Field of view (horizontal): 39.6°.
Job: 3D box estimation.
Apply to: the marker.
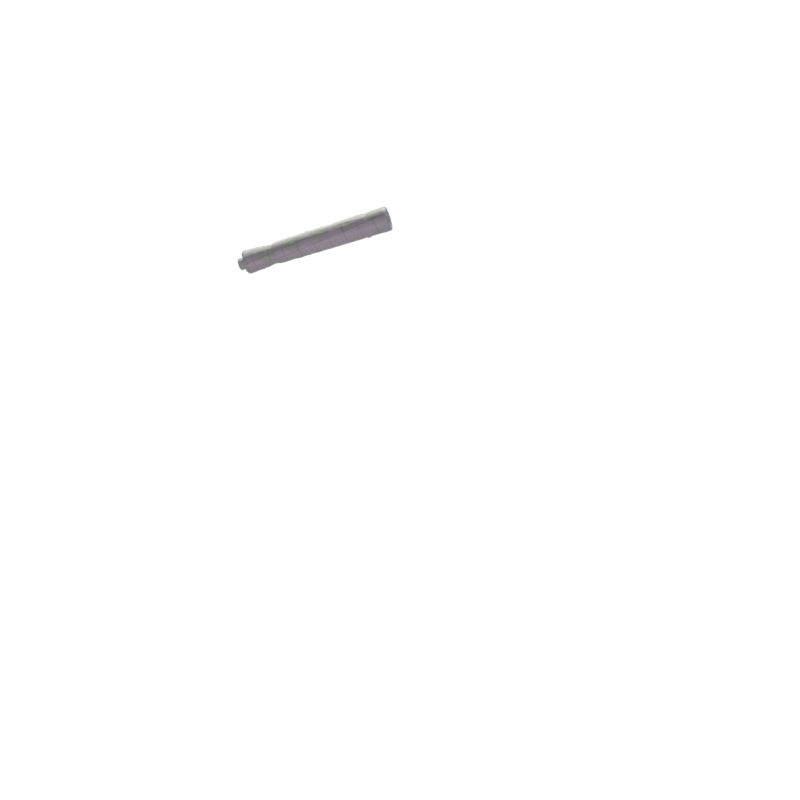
[{"bbox_3d":[-0.066,-0.120,0.841,0.122,0.020,0.020,-16,1,11],"label":"marker"}]
